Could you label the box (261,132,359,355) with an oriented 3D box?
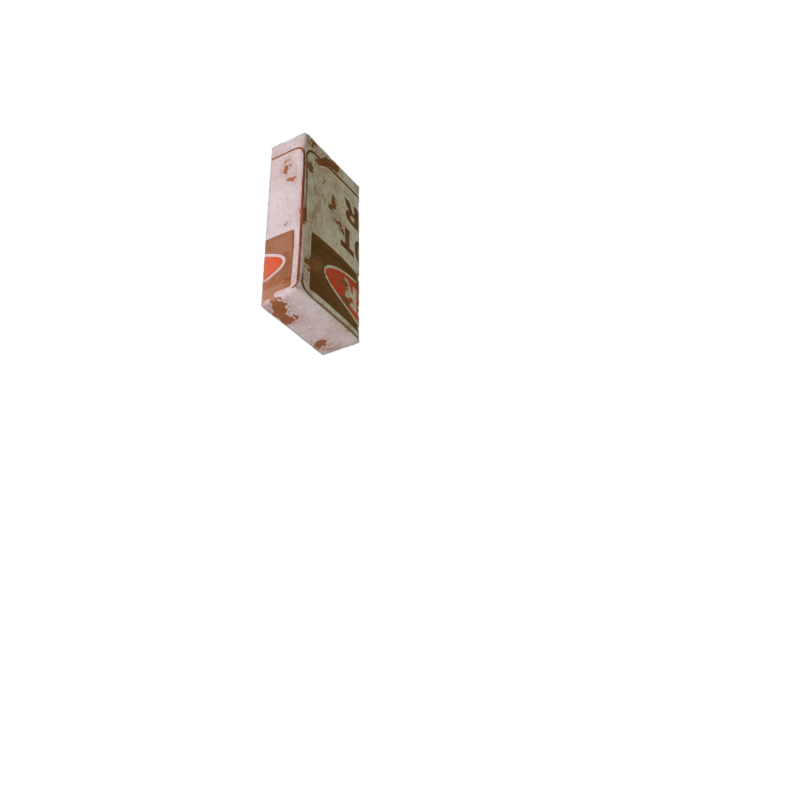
[{"bbox_3d":[-0.076,-0.139,0.973,0.048,0.189,0.086,-23,-41,25],"label":"box"}]
